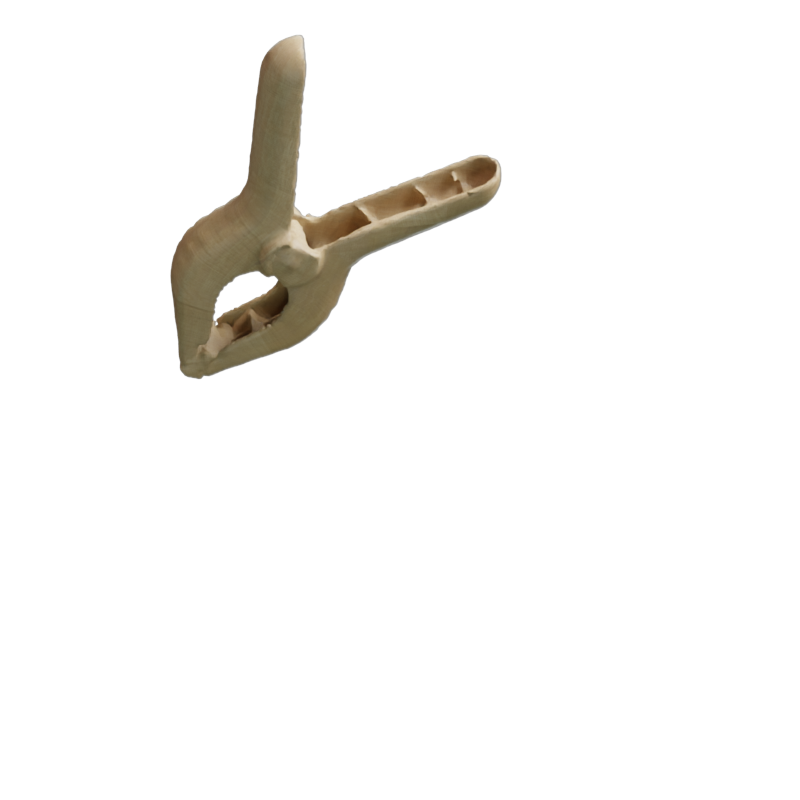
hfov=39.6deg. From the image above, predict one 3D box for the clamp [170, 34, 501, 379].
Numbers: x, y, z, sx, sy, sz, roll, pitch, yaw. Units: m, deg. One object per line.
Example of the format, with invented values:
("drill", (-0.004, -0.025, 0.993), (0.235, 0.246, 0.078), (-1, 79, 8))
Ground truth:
("clamp", (-0.039, -0.071, 0.496), (0.116, 0.166, 0.042), (24, 35, -19))
